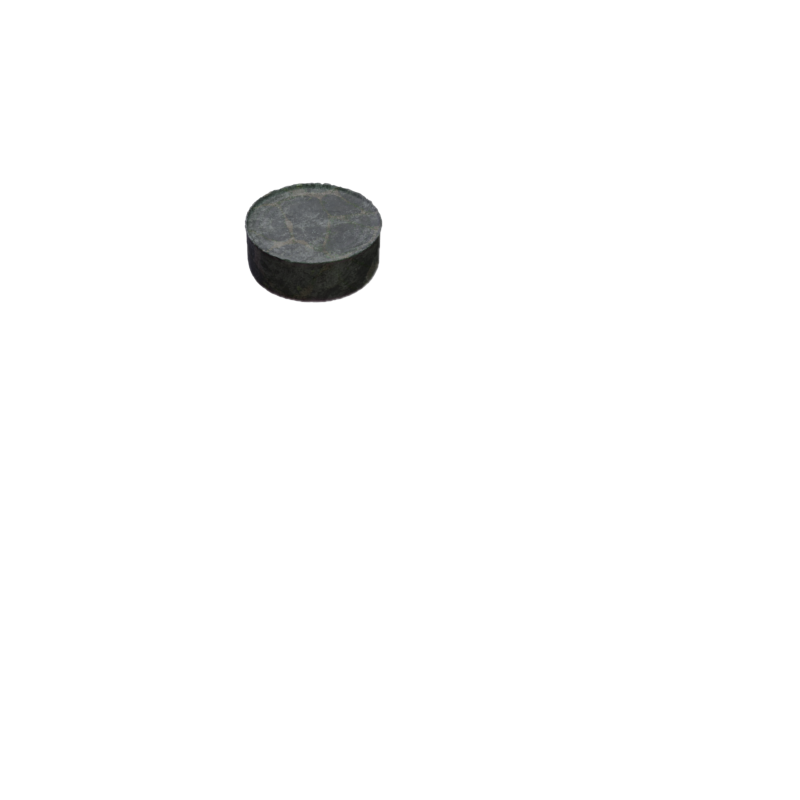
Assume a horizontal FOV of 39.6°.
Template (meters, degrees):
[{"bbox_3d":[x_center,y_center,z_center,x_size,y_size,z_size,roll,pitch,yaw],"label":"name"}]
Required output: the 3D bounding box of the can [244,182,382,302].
[{"bbox_3d":[-0.055,-0.100,0.700,0.086,0.031,0.092,-1,41,-2],"label":"can"}]
